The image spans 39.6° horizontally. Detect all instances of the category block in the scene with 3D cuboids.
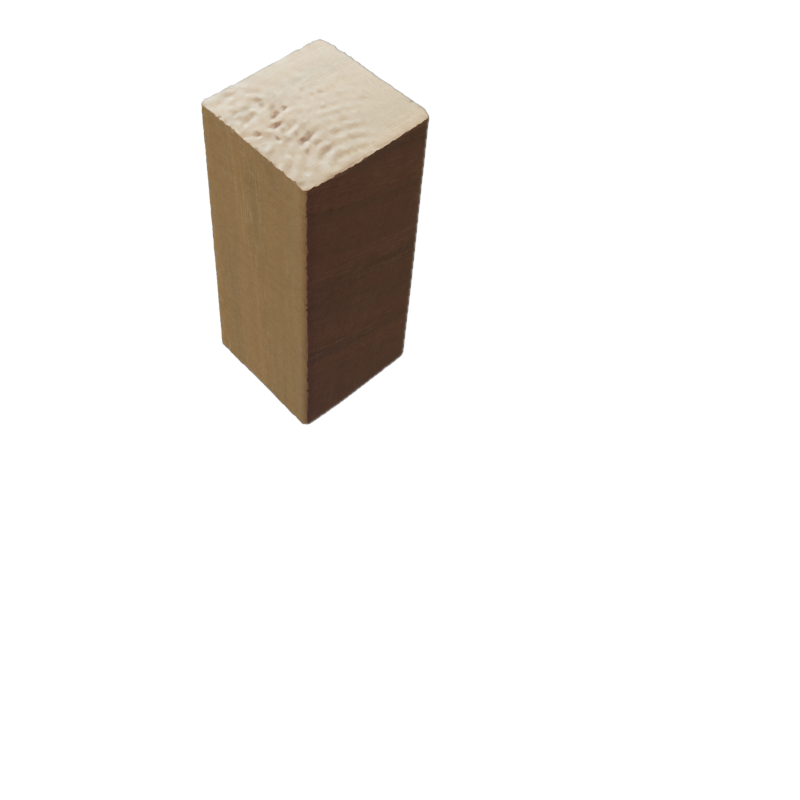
[{"bbox_3d":[-0.051,-0.094,0.657,0.091,0.192,0.097,-35,61,-27],"label":"block"}]
